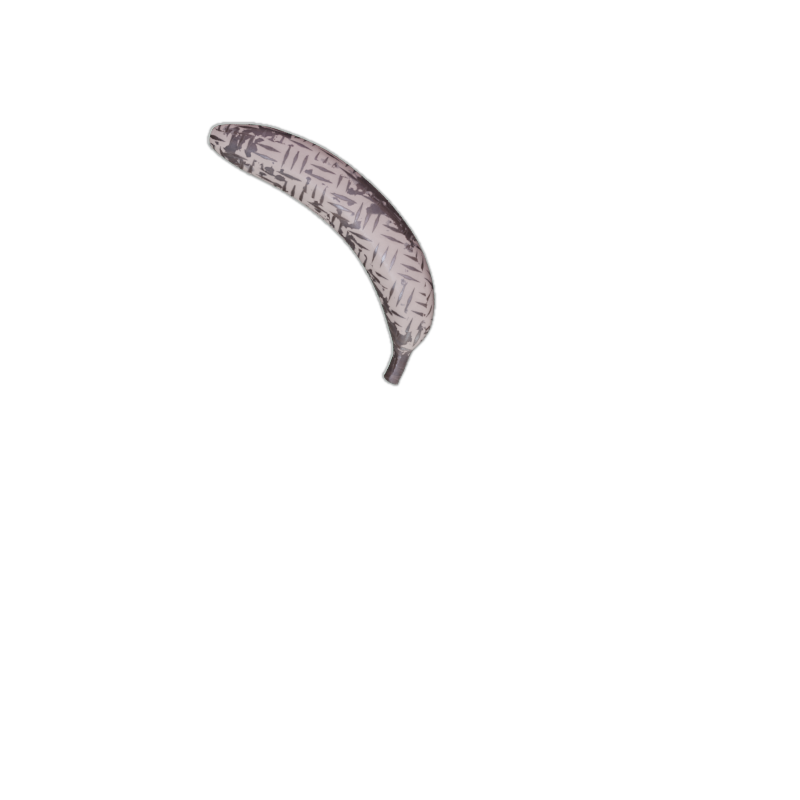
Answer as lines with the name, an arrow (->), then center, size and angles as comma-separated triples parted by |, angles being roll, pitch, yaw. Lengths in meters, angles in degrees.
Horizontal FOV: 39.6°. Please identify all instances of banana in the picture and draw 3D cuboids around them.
banana -> -0.037, -0.106, 0.686 | 0.070, 0.199, 0.036 | -36, -2, -2
